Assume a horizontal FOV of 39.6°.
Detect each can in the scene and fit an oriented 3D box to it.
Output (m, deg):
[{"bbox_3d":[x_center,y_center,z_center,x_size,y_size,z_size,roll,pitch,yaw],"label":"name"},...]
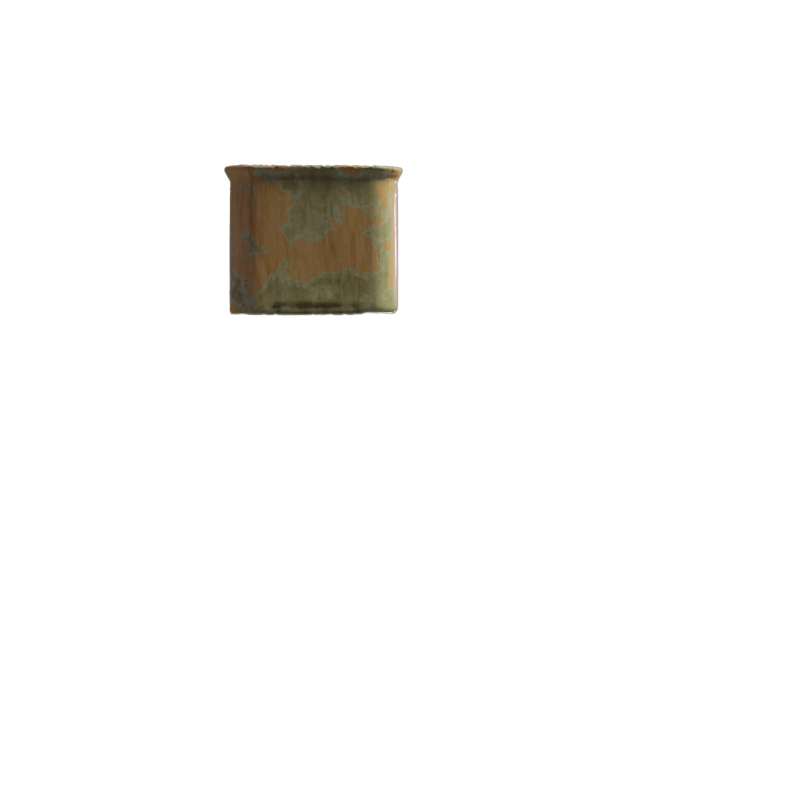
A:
[{"bbox_3d":[-0.050,-0.091,0.639,0.102,0.084,0.058,0,0,-2],"label":"can"}]
